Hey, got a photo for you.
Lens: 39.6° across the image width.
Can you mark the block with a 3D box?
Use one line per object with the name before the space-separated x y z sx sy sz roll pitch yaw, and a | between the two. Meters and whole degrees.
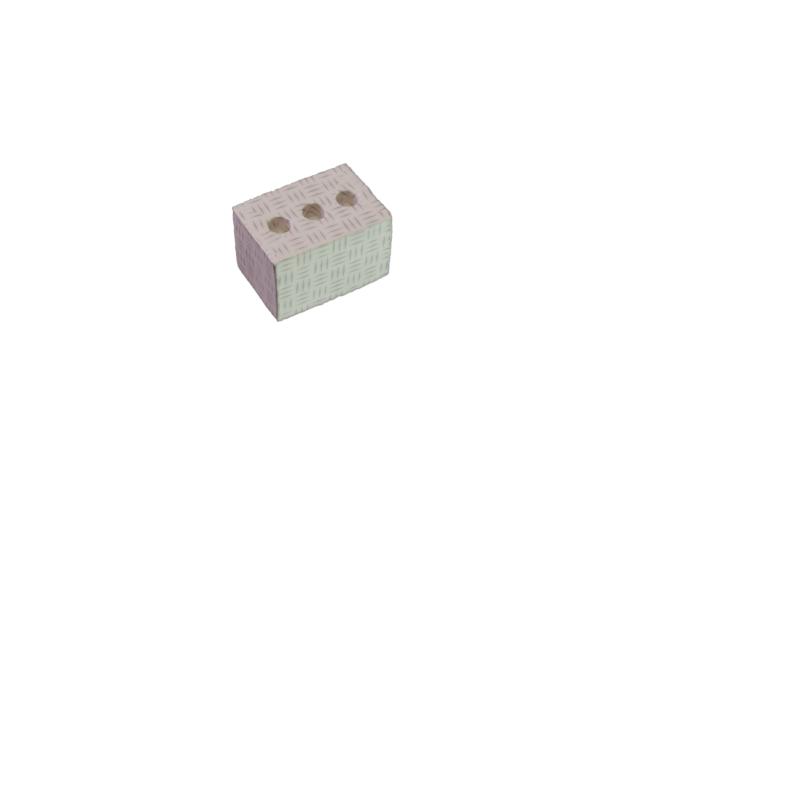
block | -0.050 -0.091 0.638 0.077 0.057 0.048 -25 -35 -21
